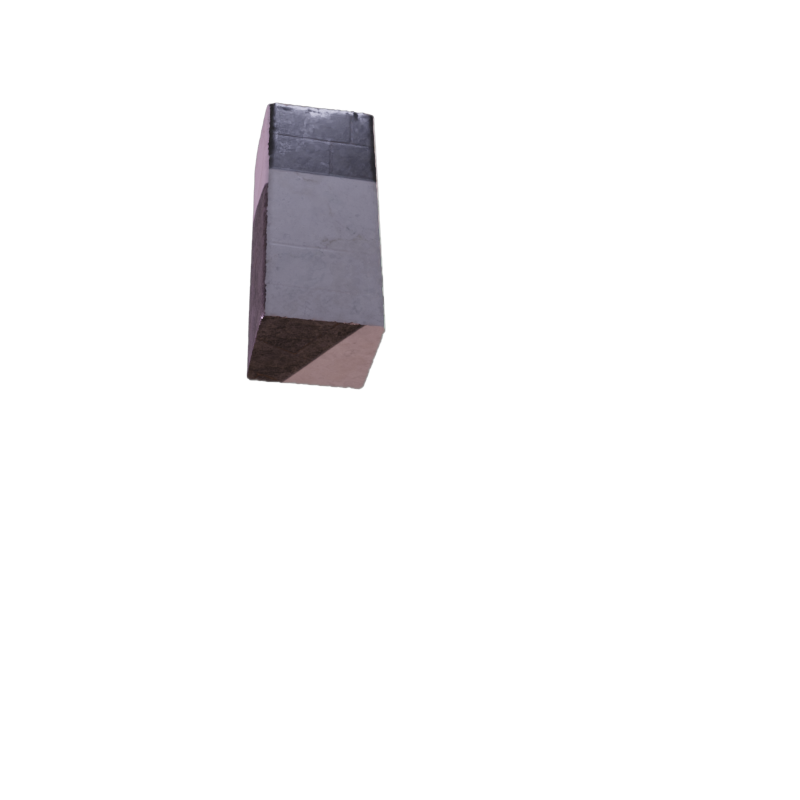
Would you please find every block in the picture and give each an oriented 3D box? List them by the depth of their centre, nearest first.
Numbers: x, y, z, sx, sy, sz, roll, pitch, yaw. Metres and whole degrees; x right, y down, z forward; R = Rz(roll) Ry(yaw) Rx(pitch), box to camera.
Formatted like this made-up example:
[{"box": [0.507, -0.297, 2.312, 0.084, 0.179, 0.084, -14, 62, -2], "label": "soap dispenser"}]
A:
[{"box": [-0.068, -0.124, 0.862, 0.089, 0.221, 0.085, 5, -35, -11], "label": "block"}]
